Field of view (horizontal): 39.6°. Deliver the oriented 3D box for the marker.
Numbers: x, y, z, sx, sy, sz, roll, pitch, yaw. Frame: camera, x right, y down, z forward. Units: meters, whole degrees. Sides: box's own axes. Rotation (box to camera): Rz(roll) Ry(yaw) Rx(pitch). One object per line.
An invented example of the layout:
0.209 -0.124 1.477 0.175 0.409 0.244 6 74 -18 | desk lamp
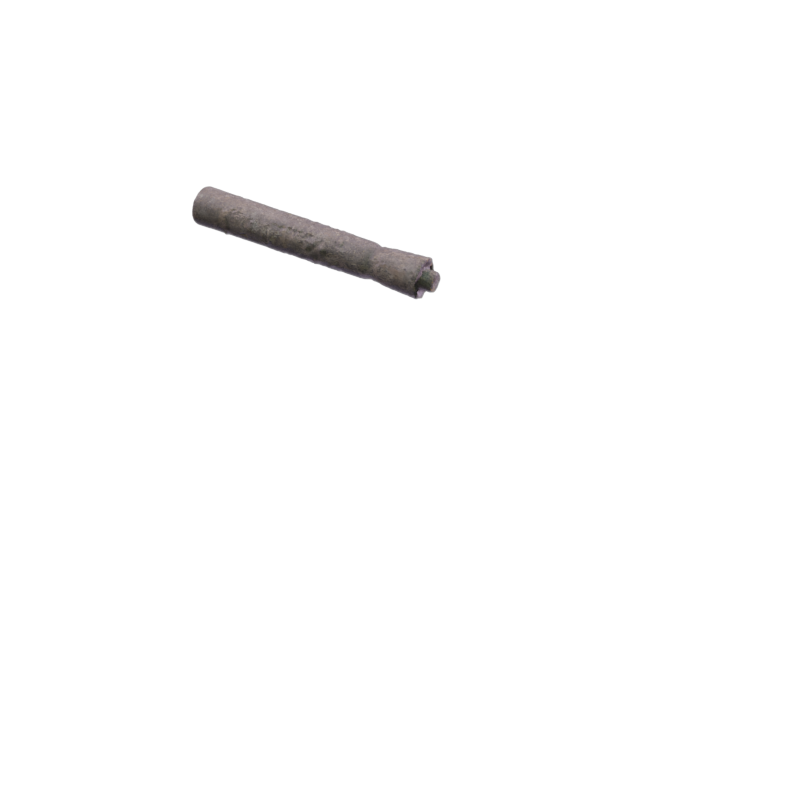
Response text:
-0.039 -0.070 0.493 0.127 0.019 0.019 21 12 24 | marker
